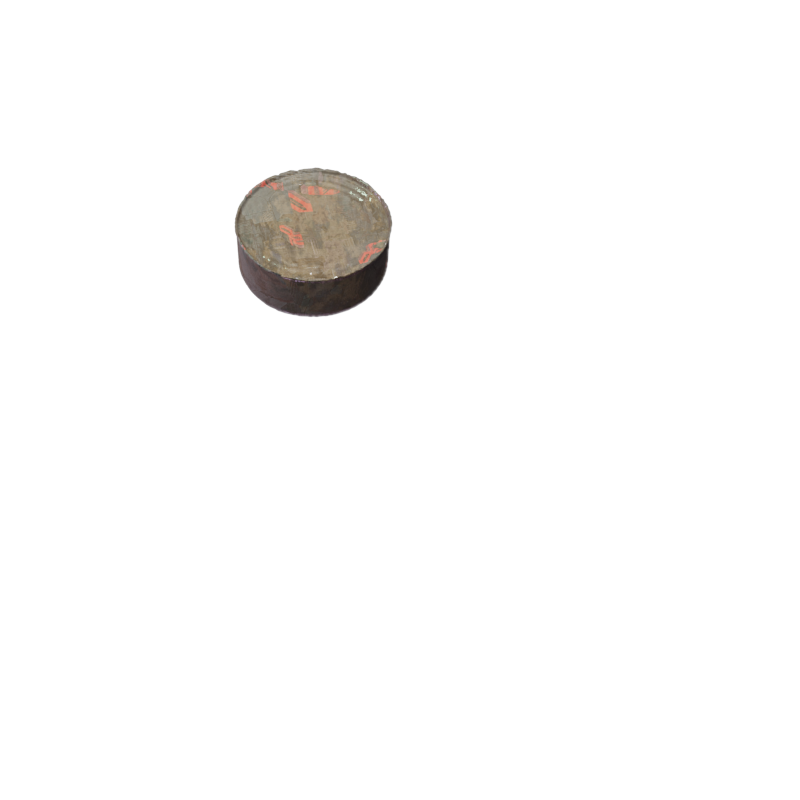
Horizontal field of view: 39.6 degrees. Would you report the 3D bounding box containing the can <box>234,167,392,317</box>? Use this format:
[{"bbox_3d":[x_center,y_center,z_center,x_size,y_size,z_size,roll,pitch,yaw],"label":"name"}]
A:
[{"bbox_3d":[-0.048,-0.088,0.616,0.086,0.092,0.031,-1,-40,-1],"label":"can"}]
